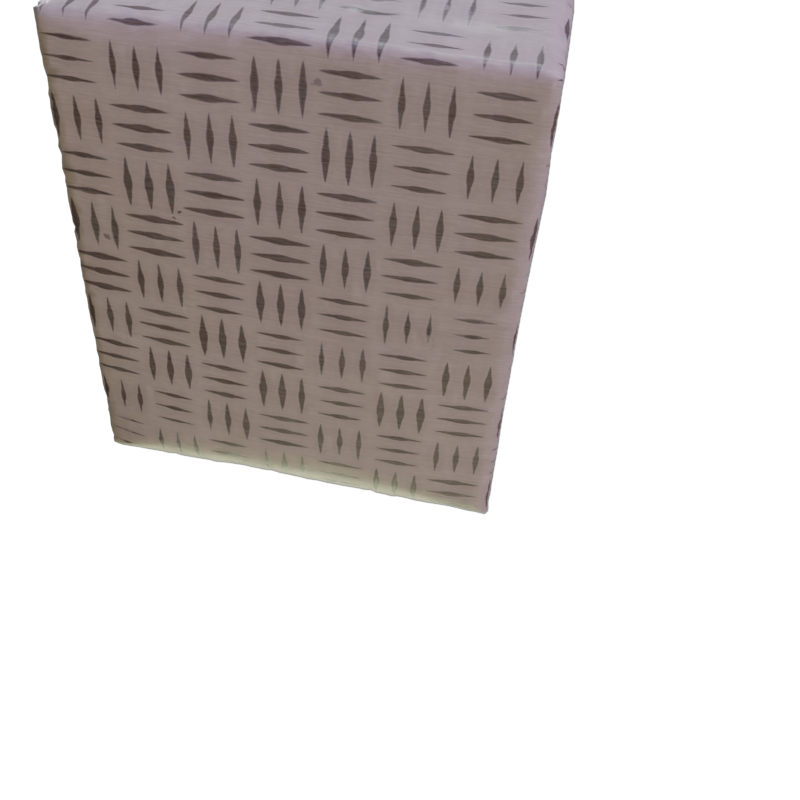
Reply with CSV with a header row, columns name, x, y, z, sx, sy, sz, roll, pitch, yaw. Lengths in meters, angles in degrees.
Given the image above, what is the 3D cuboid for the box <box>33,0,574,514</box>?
name,x,y,z,sx,sy,sz,roll,pitch,yaw
box,-0.033,-0.060,0.417,0.167,0.199,0.076,11,45,8
